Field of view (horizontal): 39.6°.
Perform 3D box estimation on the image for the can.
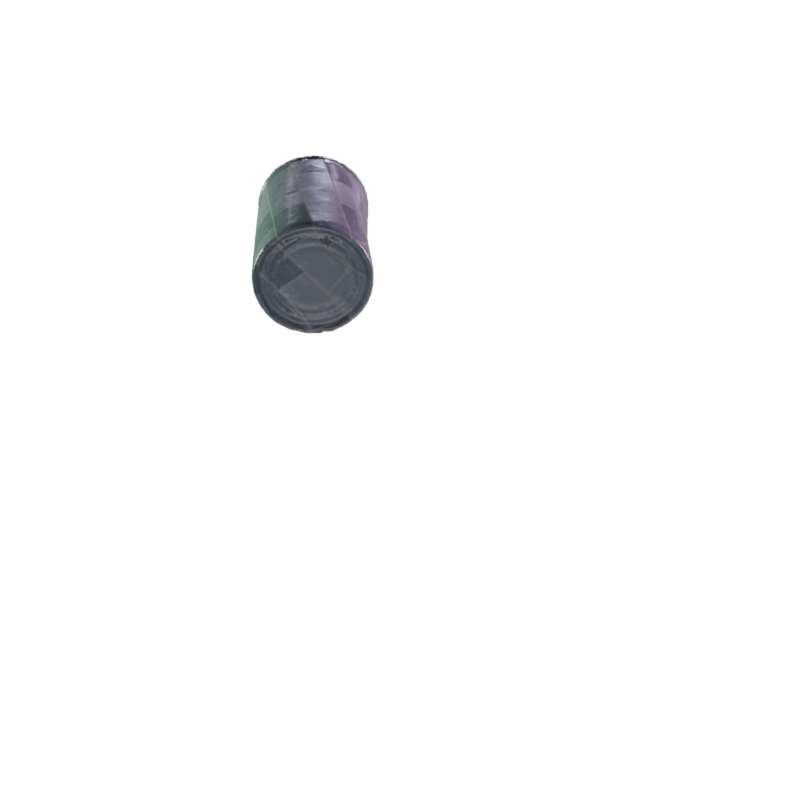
[{"bbox_3d":[-0.050,-0.091,0.637,0.068,0.065,0.109,0,30,-3],"label":"can"}]
